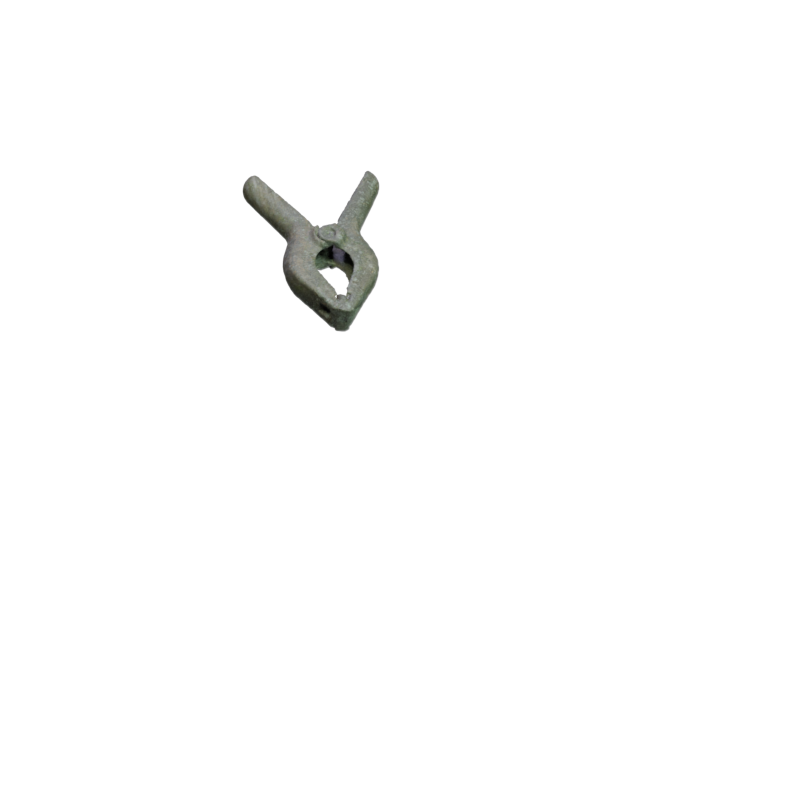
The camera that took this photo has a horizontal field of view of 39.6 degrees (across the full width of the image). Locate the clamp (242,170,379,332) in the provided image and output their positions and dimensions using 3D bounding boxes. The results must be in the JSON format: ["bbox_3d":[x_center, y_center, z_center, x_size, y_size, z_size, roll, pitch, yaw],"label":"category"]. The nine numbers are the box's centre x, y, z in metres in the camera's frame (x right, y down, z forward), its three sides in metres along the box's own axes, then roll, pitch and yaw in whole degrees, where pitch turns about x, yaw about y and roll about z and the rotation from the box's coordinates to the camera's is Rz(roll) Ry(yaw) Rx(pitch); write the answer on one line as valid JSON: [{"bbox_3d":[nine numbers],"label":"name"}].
[{"bbox_3d":[-0.073,-0.133,0.930,0.120,0.184,0.036,-2,-42,-3],"label":"clamp"}]
